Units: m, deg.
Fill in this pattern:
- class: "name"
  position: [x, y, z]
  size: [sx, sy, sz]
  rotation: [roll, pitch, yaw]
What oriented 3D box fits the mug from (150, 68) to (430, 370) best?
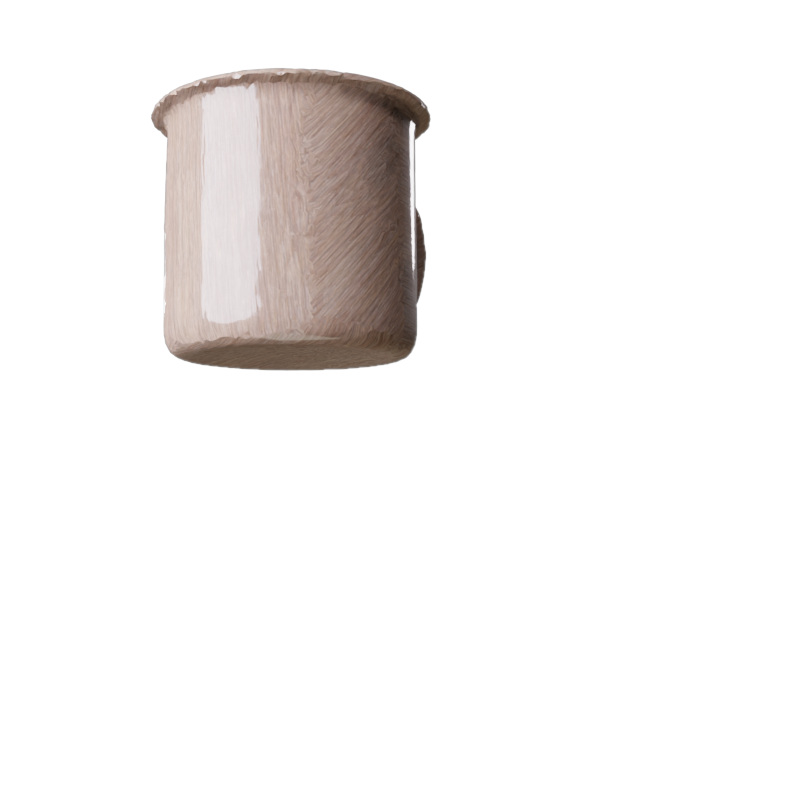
- class: "mug"
  position: [-0.029, -0.053, 0.373]
  size: [0.096, 0.084, 0.111]
  rotation: [-6, -10, 35]
